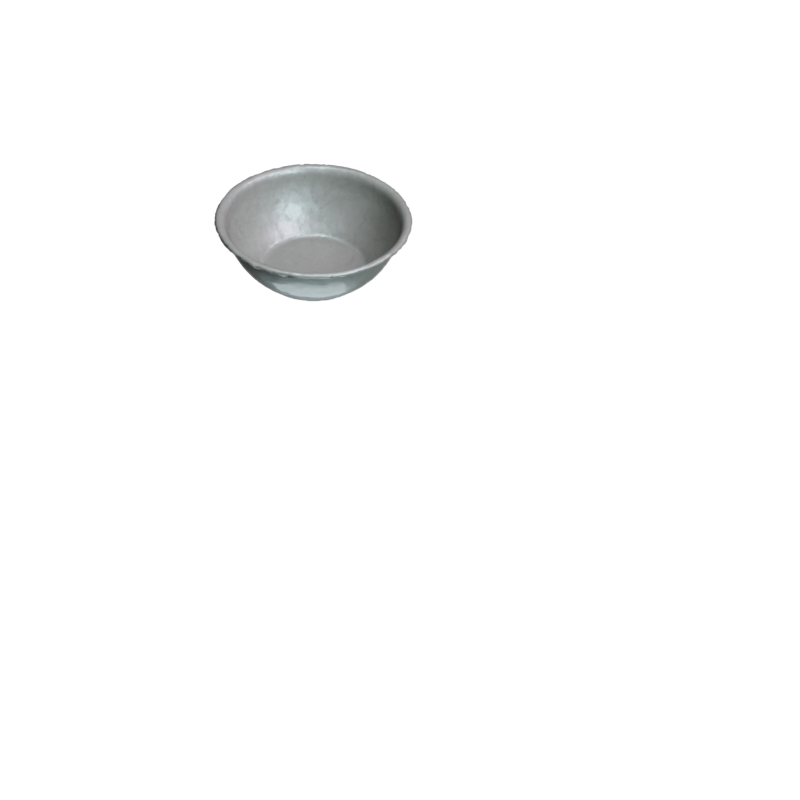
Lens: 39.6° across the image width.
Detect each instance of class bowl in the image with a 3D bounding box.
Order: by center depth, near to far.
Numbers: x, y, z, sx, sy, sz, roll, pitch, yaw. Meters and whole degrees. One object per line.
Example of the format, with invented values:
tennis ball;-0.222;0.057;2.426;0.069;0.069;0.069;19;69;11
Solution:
bowl;-0.072;-0.132;0.923;0.162;0.051;0.174;-1;41;-2
